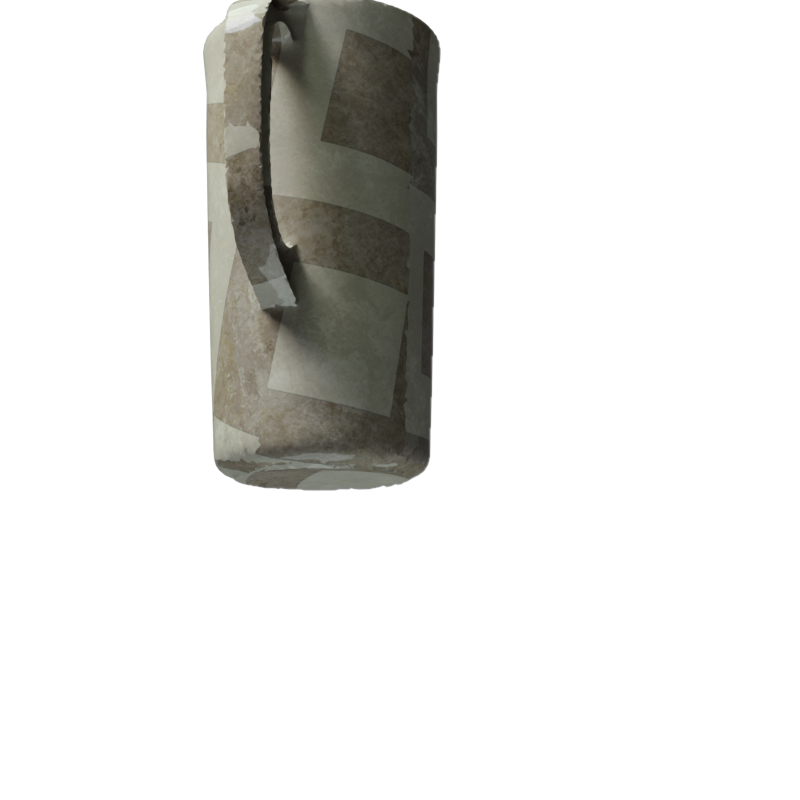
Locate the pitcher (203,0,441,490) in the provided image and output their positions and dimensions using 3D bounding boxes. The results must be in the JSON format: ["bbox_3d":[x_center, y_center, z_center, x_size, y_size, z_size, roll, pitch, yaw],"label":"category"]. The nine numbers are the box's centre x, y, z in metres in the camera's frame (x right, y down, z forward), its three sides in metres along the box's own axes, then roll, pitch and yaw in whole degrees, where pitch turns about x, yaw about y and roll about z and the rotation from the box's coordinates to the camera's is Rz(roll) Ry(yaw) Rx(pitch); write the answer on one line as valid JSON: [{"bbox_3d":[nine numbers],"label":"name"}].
[{"bbox_3d":[-0.045,-0.083,0.579,0.144,0.254,0.144,8,-19,-26],"label":"pitcher"}]
